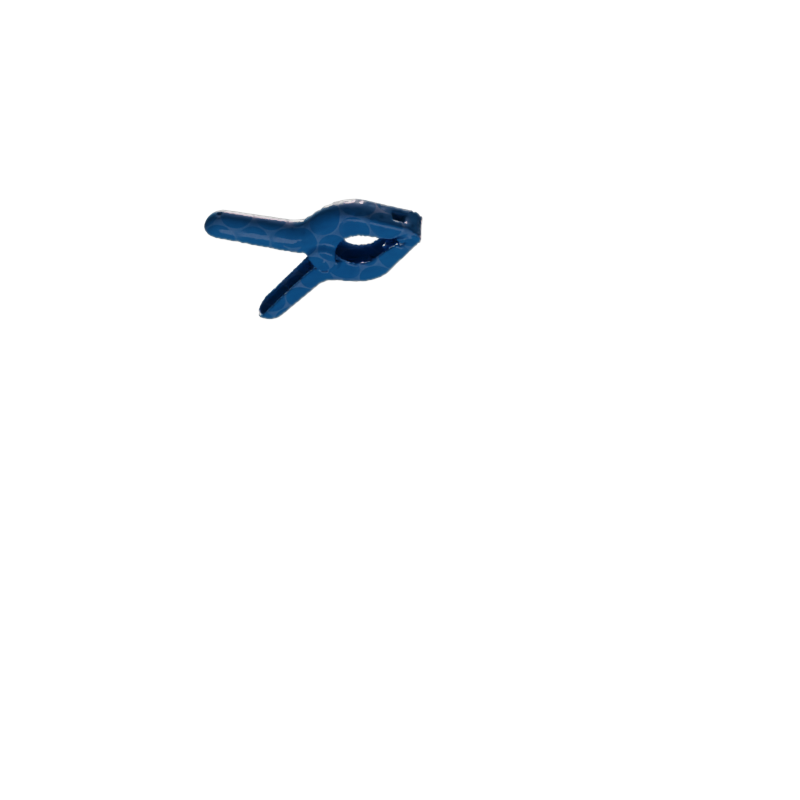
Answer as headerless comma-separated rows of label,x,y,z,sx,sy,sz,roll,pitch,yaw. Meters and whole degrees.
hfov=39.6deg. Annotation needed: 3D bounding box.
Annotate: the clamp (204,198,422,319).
clamp,-0.070,-0.128,0.895,0.173,0.042,0.111,-19,-41,23
